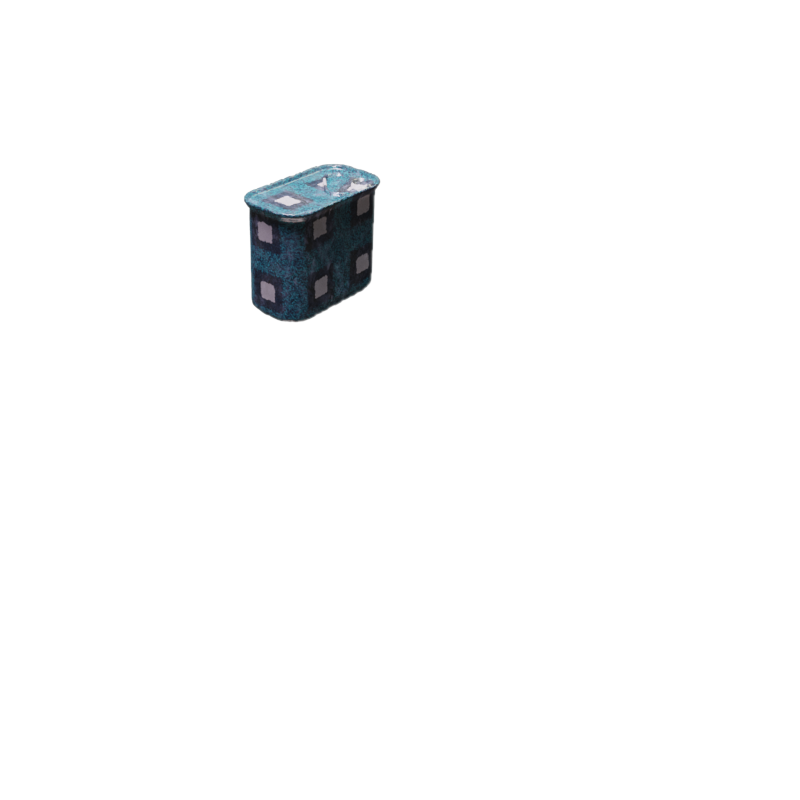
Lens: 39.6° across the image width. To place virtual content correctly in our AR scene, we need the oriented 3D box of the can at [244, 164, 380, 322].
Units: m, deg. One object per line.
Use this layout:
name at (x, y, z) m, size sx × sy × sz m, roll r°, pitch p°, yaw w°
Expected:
can at (-0.062, -0.113, 0.793) m, size 0.061 × 0.079 × 0.102 m, roll 21°, pitch 35°, yaw 34°
